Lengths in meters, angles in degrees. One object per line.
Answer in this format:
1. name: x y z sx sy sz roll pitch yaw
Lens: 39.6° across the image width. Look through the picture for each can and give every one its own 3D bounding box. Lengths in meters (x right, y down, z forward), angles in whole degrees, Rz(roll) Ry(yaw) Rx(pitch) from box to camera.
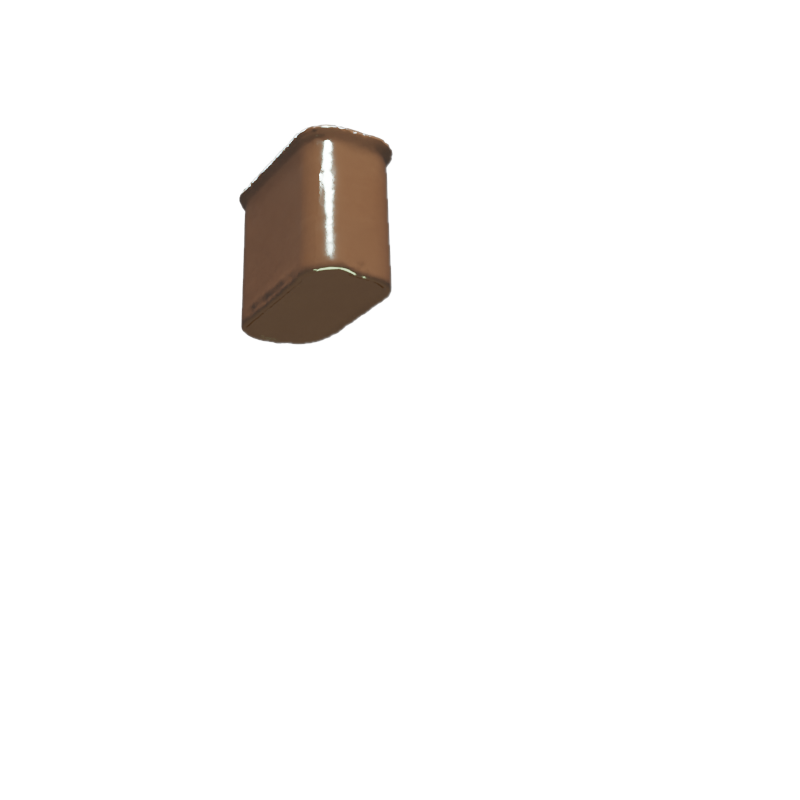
1. can: -0.047 -0.086 0.599 0.055 0.089 0.101 14 -28 -29
